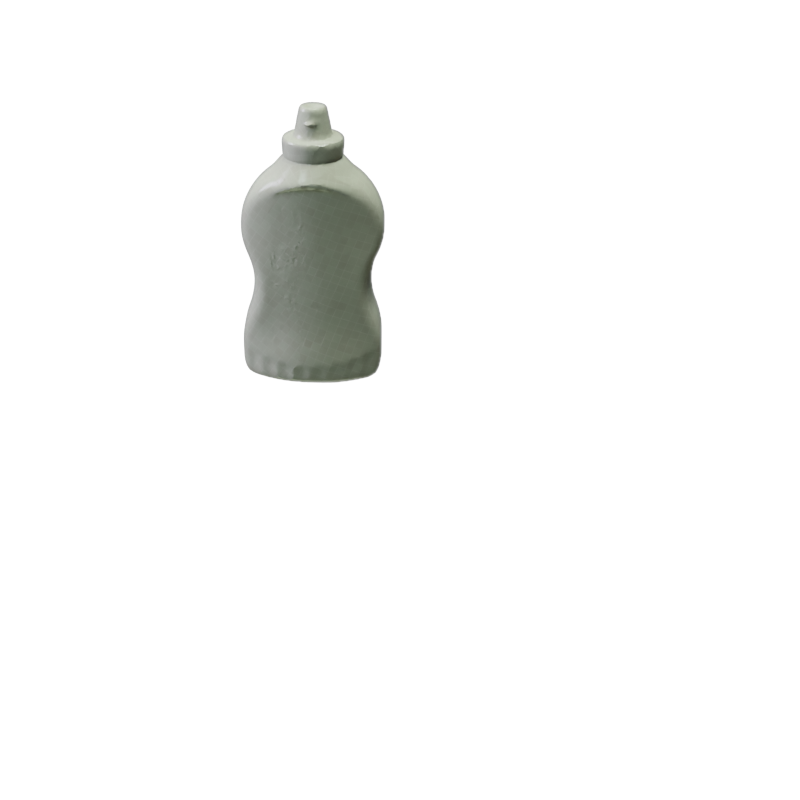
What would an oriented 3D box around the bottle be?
[{"bbox_3d":[-0.059,-0.107,0.752,0.097,0.182,0.061,4,24,4],"label":"bottle"}]
